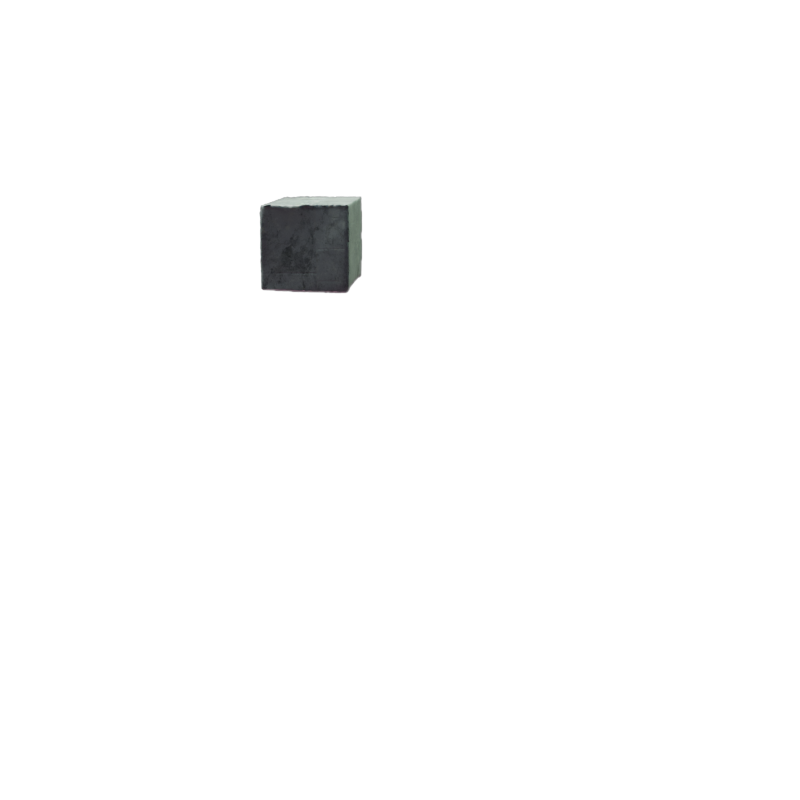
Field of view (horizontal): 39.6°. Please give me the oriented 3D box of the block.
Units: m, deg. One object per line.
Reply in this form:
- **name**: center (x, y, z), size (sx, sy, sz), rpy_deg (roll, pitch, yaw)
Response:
- **block**: center (-0.052, -0.096, 0.670), size (0.053, 0.050, 0.079), rpy_deg (1, 12, 5)
